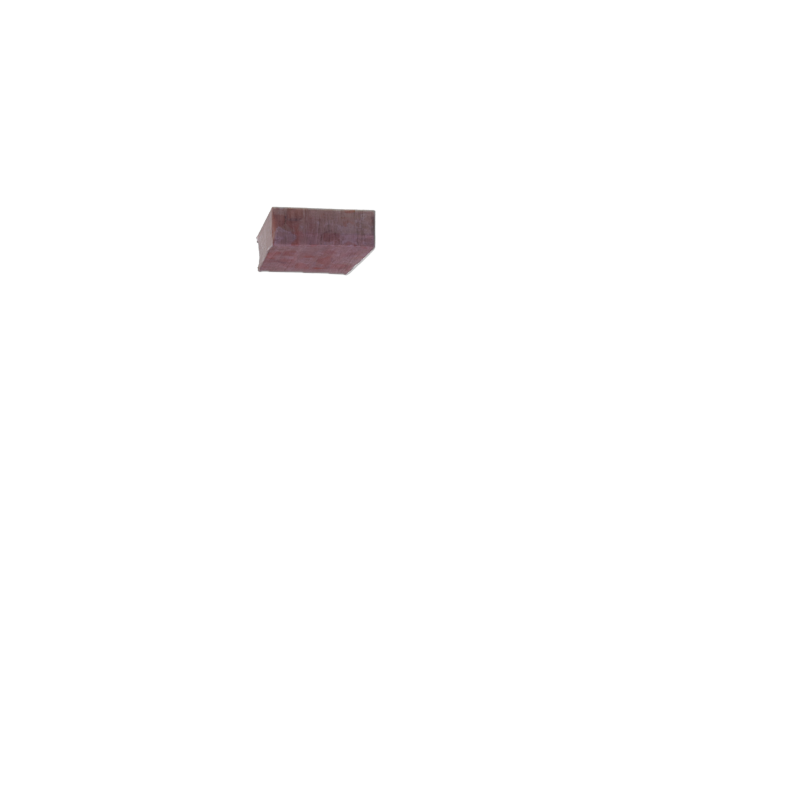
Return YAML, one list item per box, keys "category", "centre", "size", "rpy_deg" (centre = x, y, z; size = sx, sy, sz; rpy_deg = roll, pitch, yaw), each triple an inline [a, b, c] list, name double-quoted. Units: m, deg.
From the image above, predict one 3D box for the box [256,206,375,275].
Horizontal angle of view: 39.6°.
- category: "box"
  centre: [-0.076, -0.140, 0.978]
  size: [0.088, 0.040, 0.112]
  rpy_deg: [2, -8, -13]
